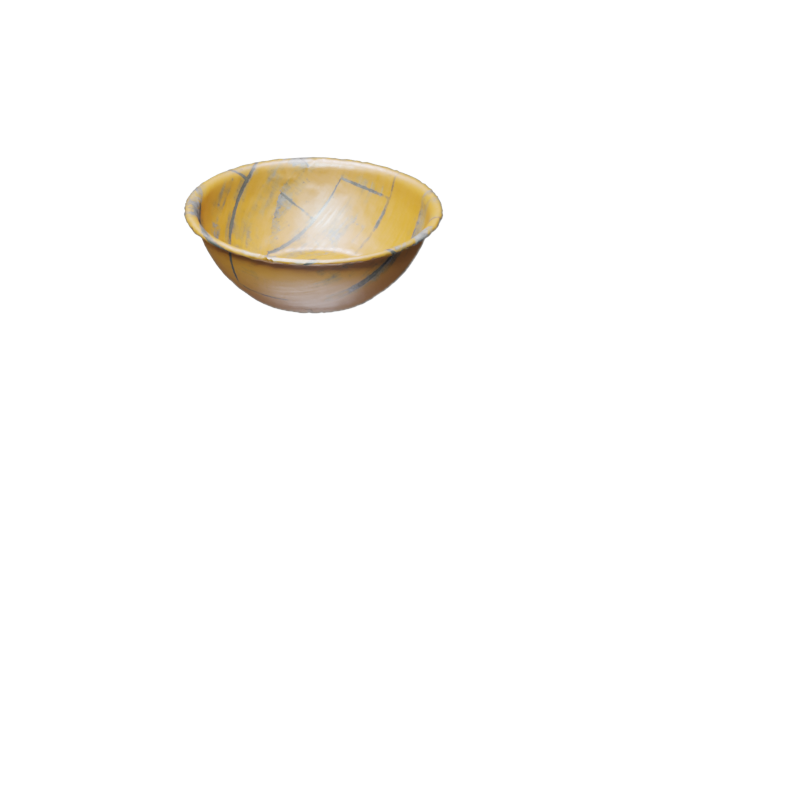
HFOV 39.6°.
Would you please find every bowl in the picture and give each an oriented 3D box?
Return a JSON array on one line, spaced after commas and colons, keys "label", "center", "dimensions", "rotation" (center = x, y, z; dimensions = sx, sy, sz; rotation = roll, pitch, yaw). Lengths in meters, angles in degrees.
[{"label": "bowl", "center": [-0.055, -0.101, 0.704], "dimensions": [0.162, 0.052, 0.172], "rotation": [-1, 31, -2]}]
